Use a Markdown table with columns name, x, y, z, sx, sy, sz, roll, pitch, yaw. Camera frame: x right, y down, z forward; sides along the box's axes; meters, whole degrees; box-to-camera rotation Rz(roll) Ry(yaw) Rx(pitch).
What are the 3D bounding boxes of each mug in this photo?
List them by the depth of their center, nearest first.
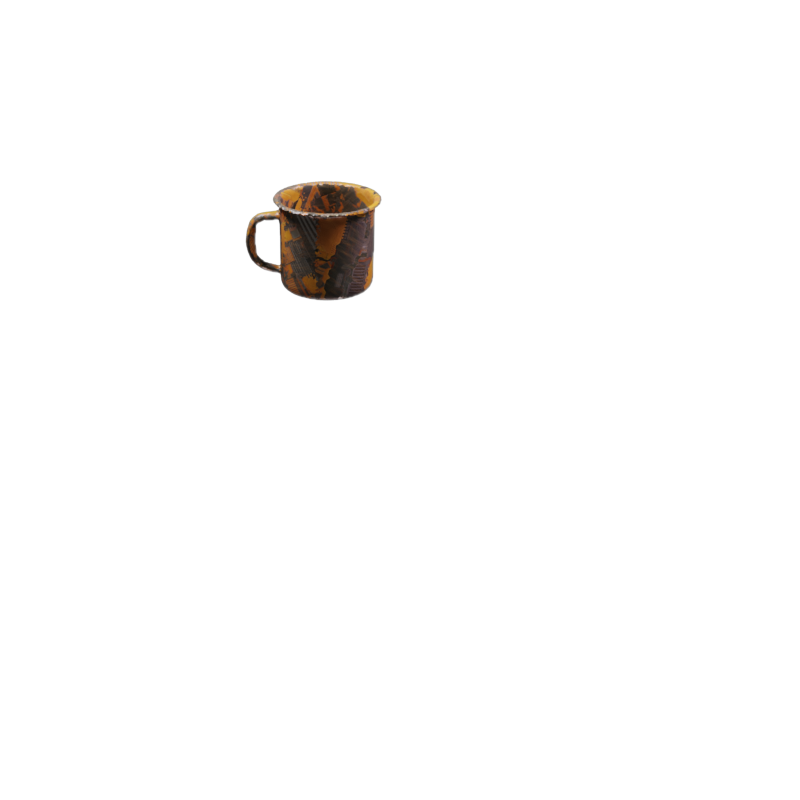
| name | x | y | z | sx | sy | sz | roll | pitch | yaw |
| --- | --- | --- | --- | --- | --- | --- | --- | --- | --- |
| mug | -0.075 | -0.138 | 0.963 | 0.116 | 0.077 | 0.099 | -3 | 25 | -7 |
